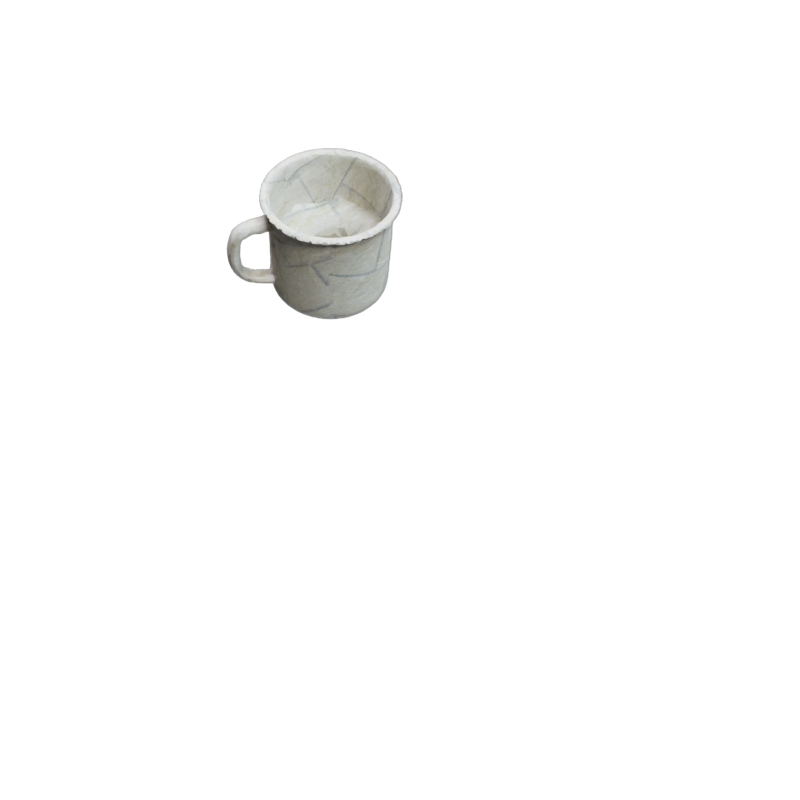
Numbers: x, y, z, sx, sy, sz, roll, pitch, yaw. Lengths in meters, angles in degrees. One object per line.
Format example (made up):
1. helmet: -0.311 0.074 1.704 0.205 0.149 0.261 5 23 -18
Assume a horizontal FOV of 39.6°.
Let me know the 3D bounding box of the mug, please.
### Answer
1. mug: -0.058 -0.106 0.741 0.116 0.101 0.076 -15 -40 -14
